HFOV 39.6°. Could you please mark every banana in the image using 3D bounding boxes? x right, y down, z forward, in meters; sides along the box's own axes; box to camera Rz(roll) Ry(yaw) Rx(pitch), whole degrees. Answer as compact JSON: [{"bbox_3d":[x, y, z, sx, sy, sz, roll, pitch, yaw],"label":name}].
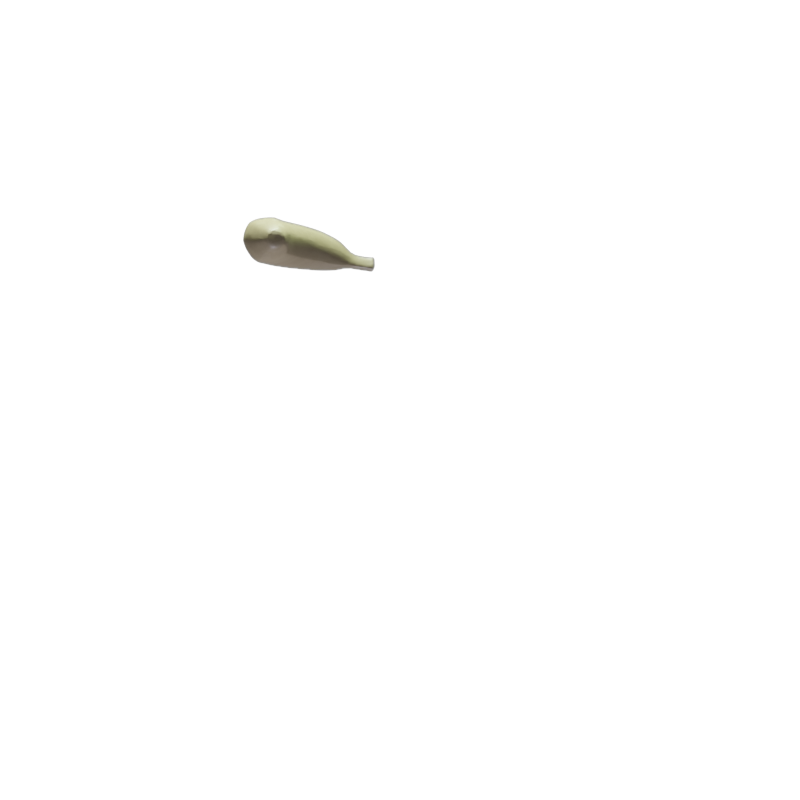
[{"bbox_3d":[-0.085,-0.127,0.895,0.071,0.037,0.192,0,3,21],"label":"banana"}]
